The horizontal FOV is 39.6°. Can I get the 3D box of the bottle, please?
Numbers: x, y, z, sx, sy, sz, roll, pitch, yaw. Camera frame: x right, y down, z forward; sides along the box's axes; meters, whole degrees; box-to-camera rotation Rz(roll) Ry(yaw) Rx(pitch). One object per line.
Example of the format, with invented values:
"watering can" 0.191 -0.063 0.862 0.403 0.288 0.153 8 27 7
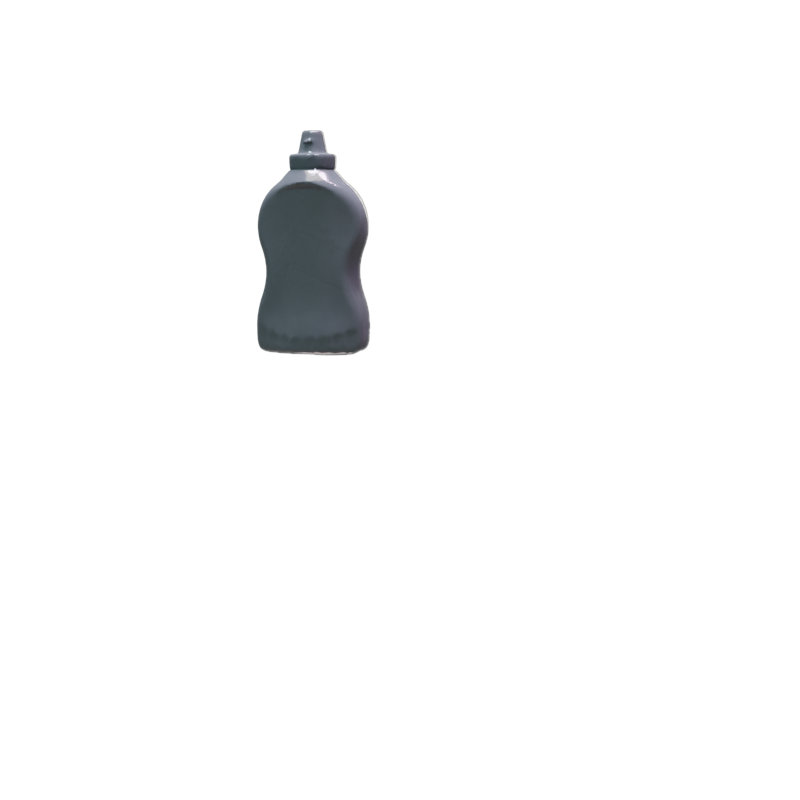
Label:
"bottle" -0.075 -0.137 0.961 0.098 0.191 0.057 1 2 19
